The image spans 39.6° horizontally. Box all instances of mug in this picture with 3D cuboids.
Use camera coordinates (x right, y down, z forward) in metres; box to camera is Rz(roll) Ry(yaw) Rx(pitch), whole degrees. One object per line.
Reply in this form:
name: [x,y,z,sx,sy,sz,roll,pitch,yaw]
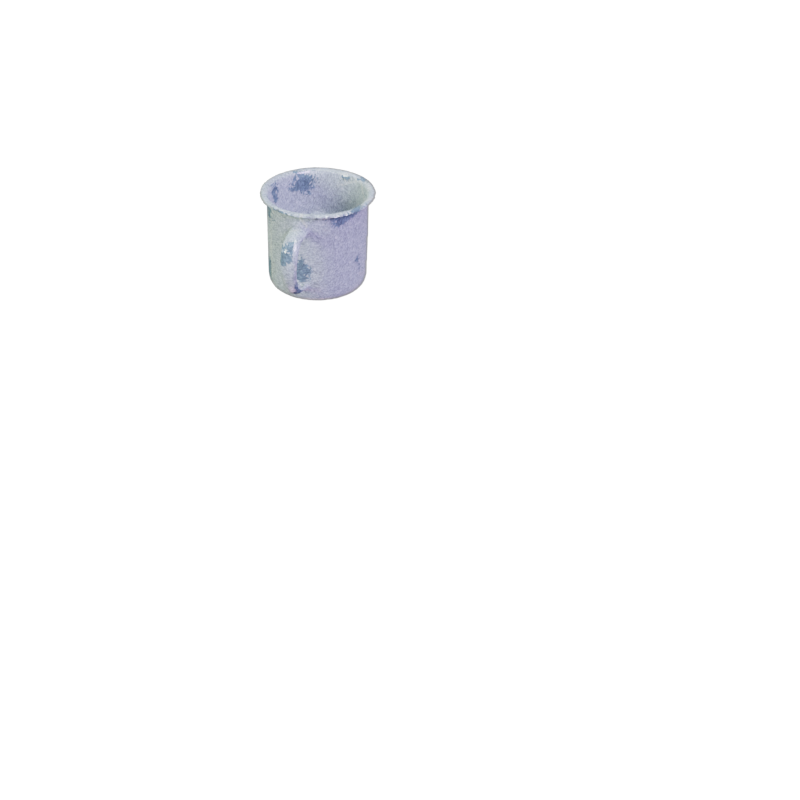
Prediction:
mug: [-0.070,-0.128,0.897,0.095,0.077,0.122,9,34,12]
